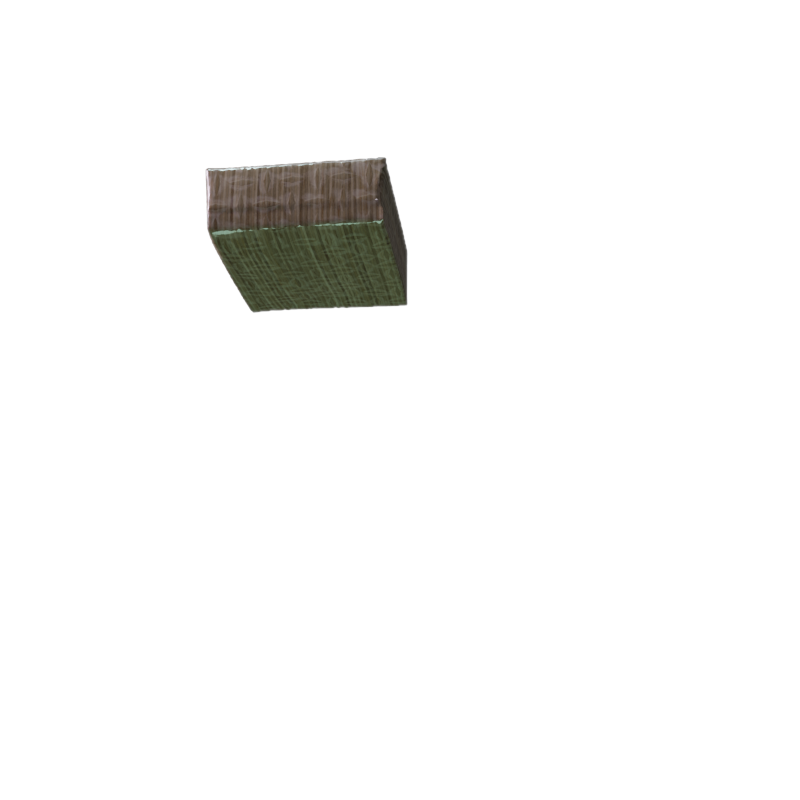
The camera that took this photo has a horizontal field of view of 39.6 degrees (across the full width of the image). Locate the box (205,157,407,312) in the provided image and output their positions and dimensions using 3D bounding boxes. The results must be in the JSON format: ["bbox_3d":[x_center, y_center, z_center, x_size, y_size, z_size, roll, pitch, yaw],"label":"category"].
[{"bbox_3d":[-0.045,-0.082,0.575,0.091,0.041,0.107,-2,-17,7],"label":"box"}]
